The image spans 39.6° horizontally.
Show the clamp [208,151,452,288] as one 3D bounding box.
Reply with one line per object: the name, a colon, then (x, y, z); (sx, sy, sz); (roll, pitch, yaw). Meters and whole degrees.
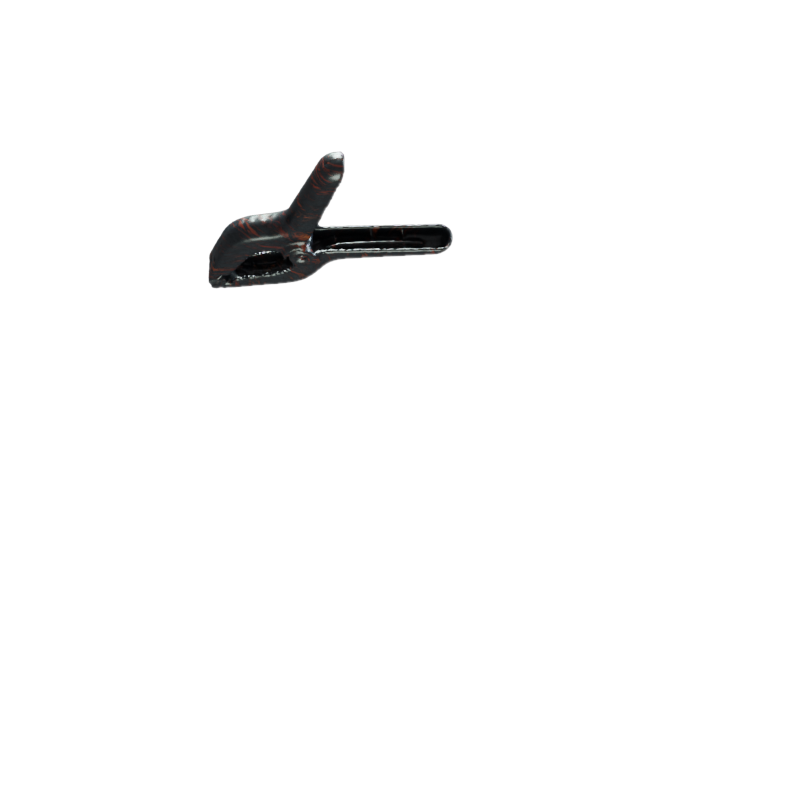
clamp: (-0.073, -0.133, 0.930); (0.212, 0.038, 0.154); (-19, -29, 38)
